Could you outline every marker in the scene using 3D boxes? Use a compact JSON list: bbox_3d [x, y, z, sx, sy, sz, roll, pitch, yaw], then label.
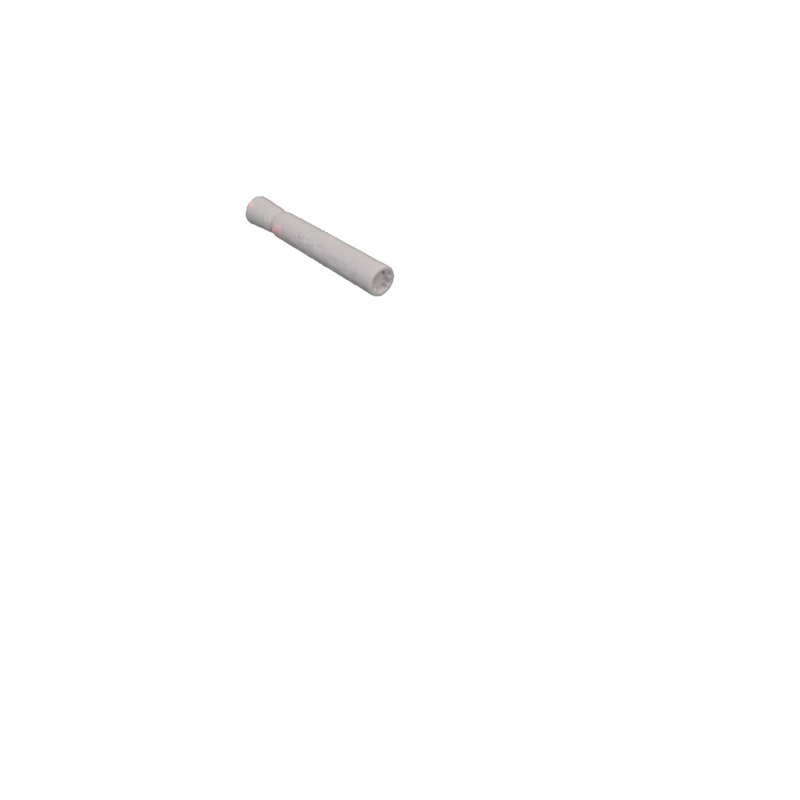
[{"bbox_3d":[-0.051,-0.094,0.657,0.019,0.019,0.130,-3,28,-44],"label":"marker"}]
